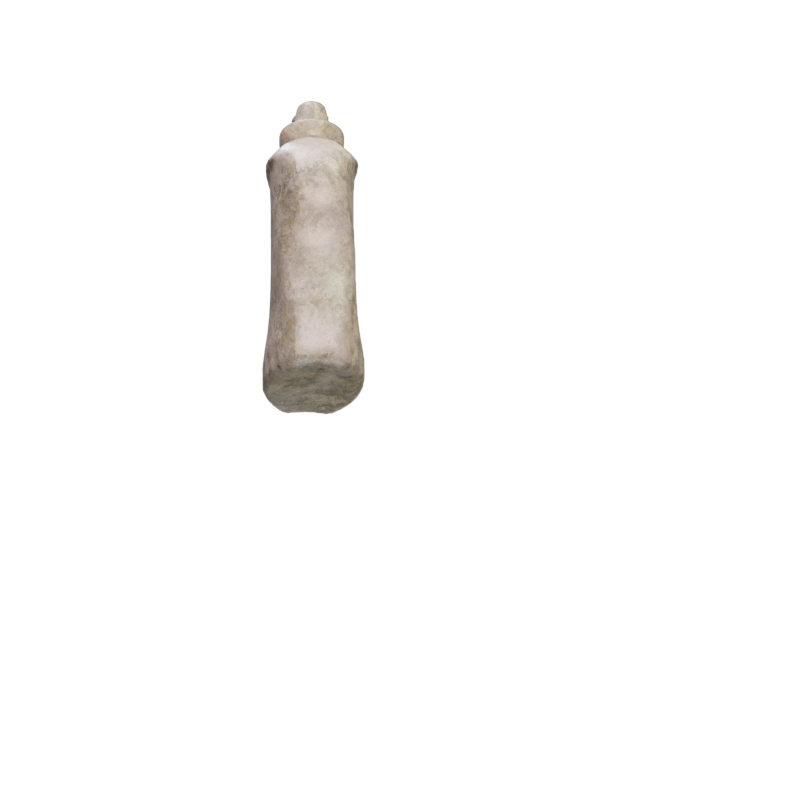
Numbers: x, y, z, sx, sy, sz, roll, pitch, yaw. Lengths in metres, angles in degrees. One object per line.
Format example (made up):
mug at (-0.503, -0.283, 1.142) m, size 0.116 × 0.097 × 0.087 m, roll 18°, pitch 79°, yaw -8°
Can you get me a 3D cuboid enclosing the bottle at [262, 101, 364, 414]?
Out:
bottle at (-0.053, -0.096, 0.669) m, size 0.058 × 0.202 × 0.091 m, roll 1°, pitch -24°, yaw -6°
